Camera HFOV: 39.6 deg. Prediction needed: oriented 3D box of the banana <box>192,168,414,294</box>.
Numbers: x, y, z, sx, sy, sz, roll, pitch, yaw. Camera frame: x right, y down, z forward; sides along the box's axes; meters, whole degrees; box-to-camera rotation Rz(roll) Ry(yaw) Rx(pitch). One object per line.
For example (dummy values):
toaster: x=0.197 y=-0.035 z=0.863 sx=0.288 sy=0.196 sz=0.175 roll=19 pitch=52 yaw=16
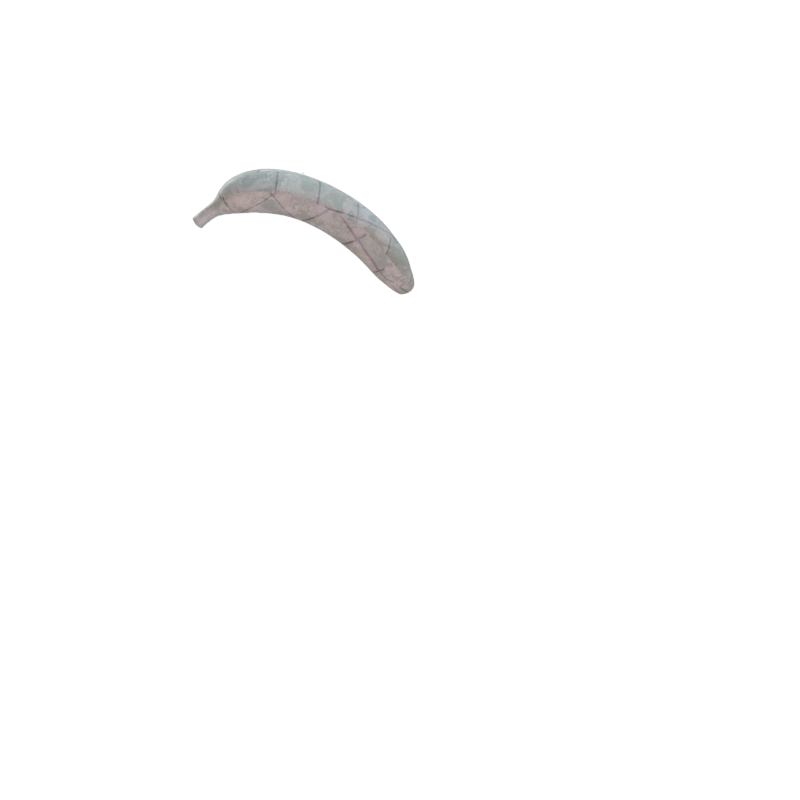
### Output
banana: x=-0.070 y=-0.149 z=0.929 sx=0.194 sy=0.067 sz=0.039 roll=19 pitch=28 yaw=-10
